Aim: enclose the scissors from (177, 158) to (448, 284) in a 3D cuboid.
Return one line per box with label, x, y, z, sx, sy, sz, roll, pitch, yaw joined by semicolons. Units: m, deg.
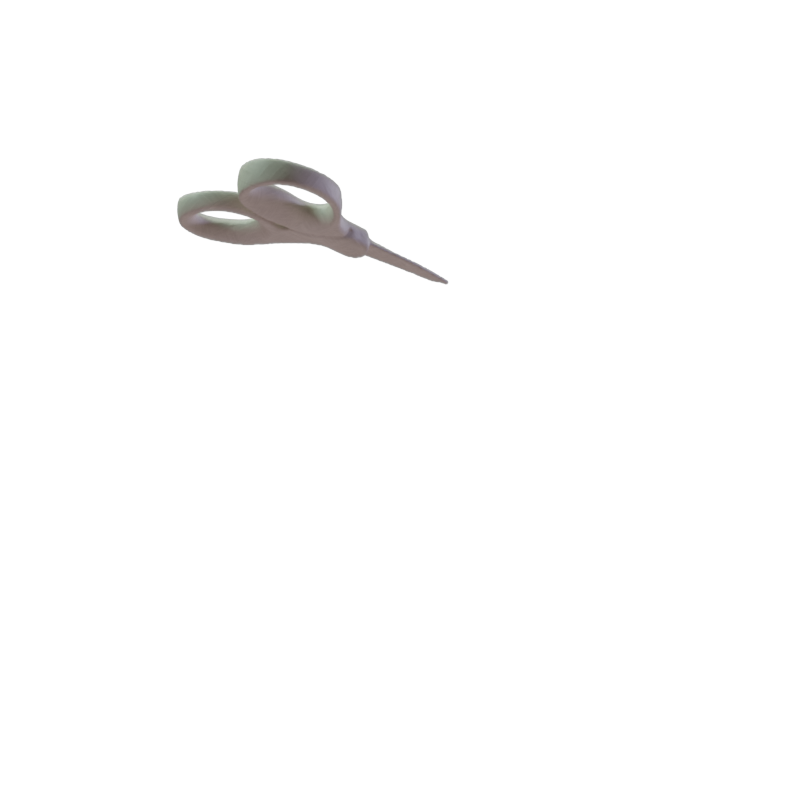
scissors;-0.048;-0.088;0.619;0.098;0.016;0.190;-5;-14;20
